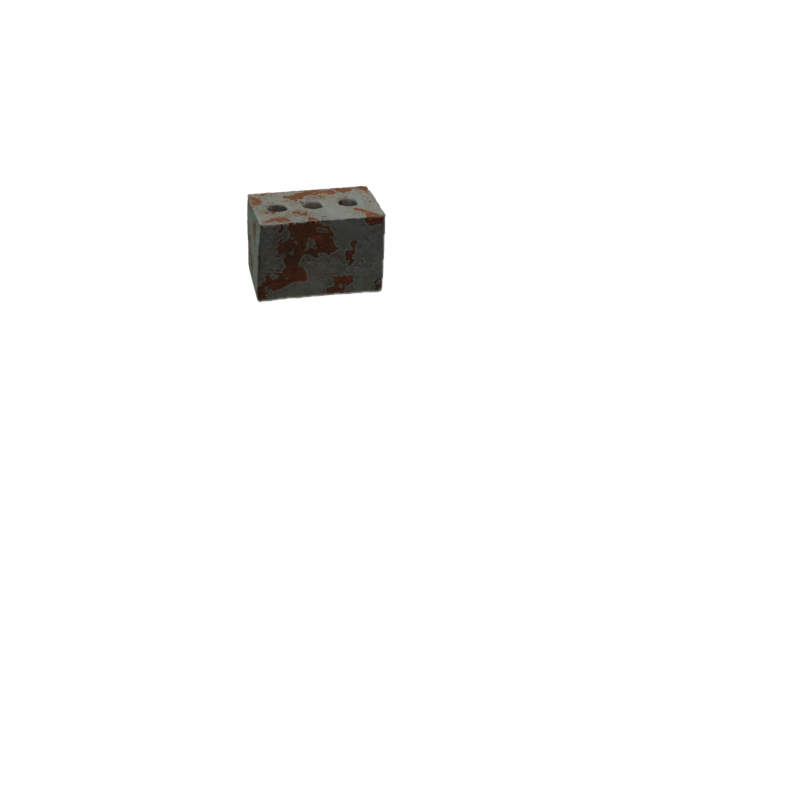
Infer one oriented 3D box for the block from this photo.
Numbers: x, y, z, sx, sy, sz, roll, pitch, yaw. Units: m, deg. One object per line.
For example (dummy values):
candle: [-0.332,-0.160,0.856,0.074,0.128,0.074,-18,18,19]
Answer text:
block: [-0.053,-0.097,0.679,0.077,0.048,0.056,-6,30,-12]
